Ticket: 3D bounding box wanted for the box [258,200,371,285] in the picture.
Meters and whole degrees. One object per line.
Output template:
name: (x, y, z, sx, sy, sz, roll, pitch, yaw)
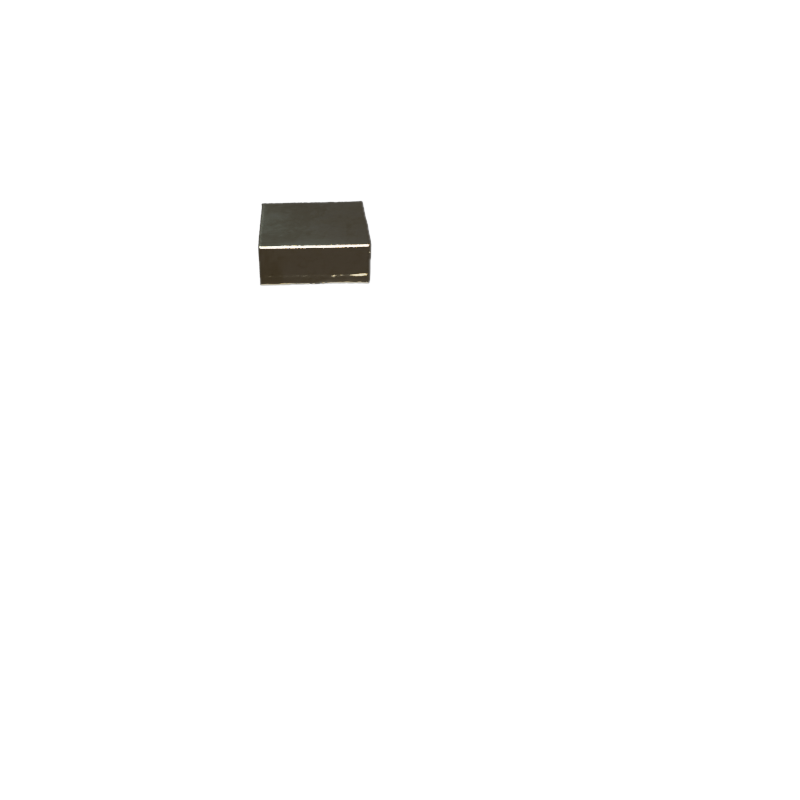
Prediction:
box: (-0.072, -0.132, 0.925, 0.089, 0.037, 0.120, -1, 25, -4)
